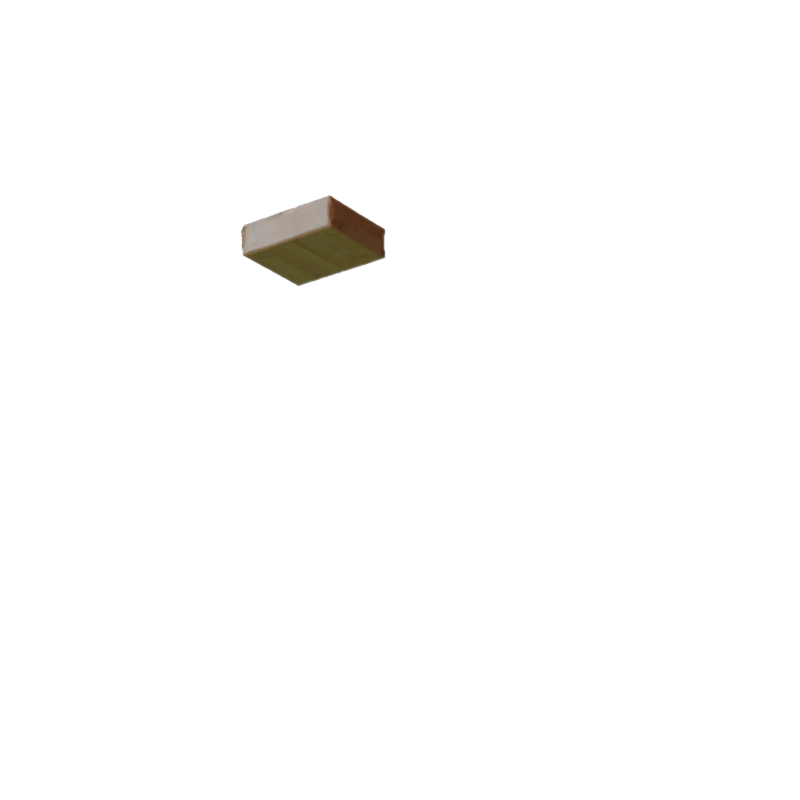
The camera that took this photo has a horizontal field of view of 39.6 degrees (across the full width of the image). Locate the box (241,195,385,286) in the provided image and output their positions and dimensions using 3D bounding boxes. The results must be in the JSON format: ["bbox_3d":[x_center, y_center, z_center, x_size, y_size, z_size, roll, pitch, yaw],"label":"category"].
[{"bbox_3d":[-0.068,-0.123,0.864,0.091,0.032,0.068,-13,-23,33],"label":"box"}]
